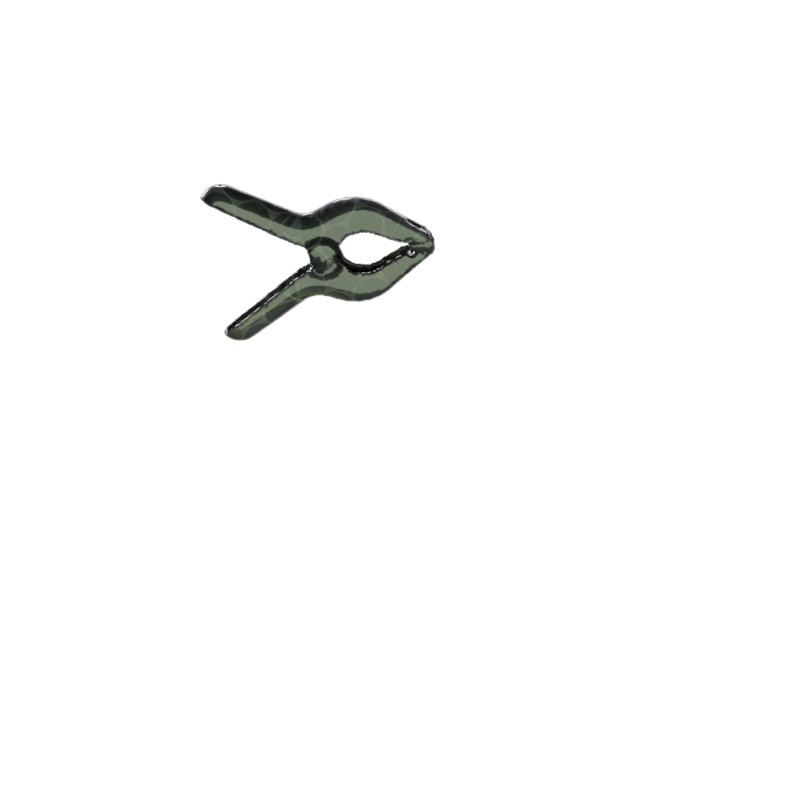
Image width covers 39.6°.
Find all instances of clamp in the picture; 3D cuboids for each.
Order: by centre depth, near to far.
[{"bbox_3d":[-0.064,-0.116,0.814,0.172,0.113,0.041,-15,24,6],"label":"clamp"}]
